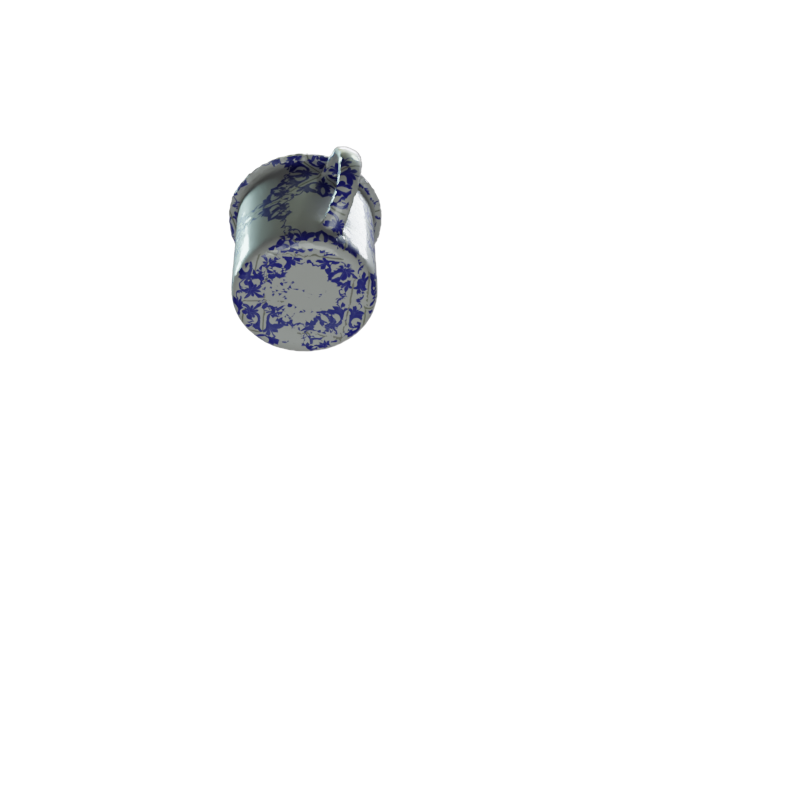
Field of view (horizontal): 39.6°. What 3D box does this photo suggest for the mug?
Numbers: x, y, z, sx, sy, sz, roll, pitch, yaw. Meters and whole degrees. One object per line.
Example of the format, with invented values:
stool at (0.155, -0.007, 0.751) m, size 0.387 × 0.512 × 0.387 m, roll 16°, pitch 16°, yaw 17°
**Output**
mug at (-0.050, -0.091, 0.636) m, size 0.090 × 0.113 × 0.087 m, roll 21°, pitch 35°, yaw -17°
